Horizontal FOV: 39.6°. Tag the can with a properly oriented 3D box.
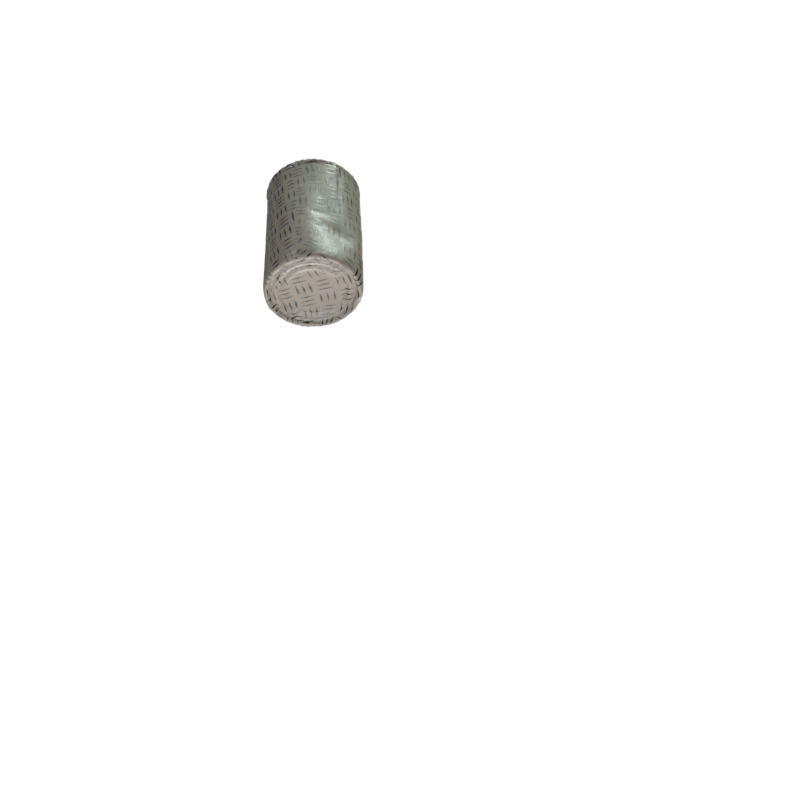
[{"bbox_3d":[-0.060,-0.109,0.765,0.068,0.110,0.064,-1,-44,-3],"label":"can"}]
